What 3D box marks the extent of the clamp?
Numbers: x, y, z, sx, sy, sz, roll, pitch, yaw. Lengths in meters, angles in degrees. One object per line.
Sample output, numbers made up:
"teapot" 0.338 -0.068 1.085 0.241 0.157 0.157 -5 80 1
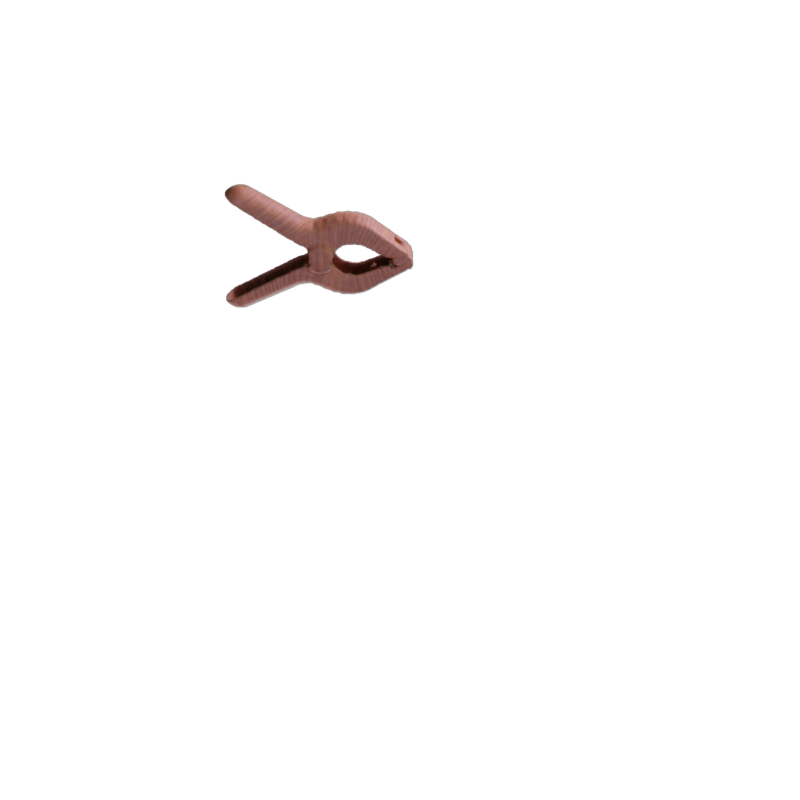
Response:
"clamp" -0.076 -0.138 0.967 0.172 0.112 0.042 -5 39 4
